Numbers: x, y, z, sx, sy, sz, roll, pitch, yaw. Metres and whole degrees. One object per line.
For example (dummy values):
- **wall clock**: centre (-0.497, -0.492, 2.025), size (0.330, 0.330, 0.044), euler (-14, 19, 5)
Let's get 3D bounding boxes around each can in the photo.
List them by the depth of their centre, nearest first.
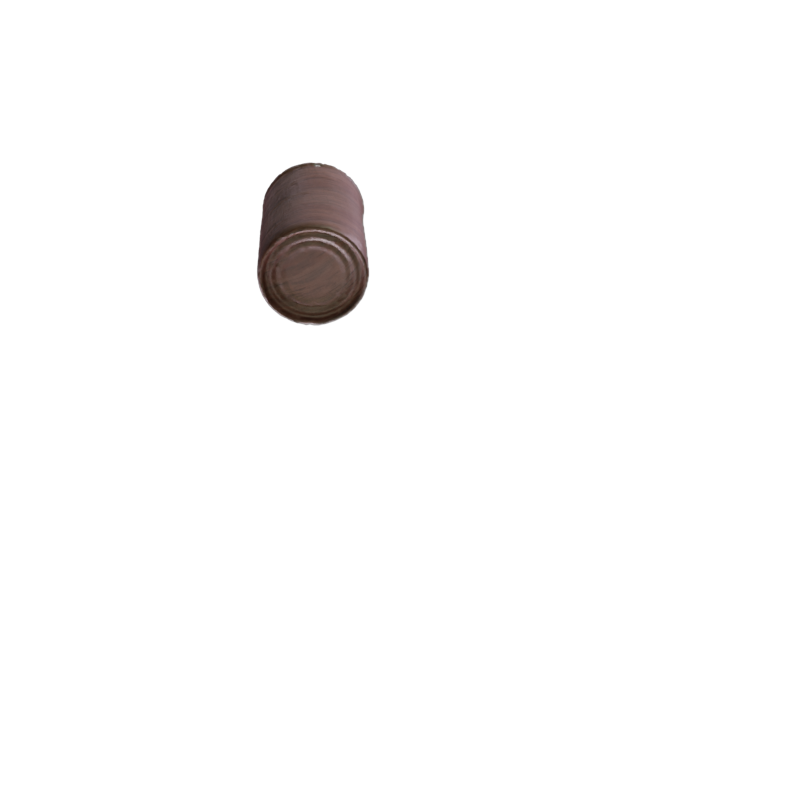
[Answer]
- **can**: centre (-0.054, -0.099, 0.694), size (0.068, 0.065, 0.108), euler (0, 30, -3)
